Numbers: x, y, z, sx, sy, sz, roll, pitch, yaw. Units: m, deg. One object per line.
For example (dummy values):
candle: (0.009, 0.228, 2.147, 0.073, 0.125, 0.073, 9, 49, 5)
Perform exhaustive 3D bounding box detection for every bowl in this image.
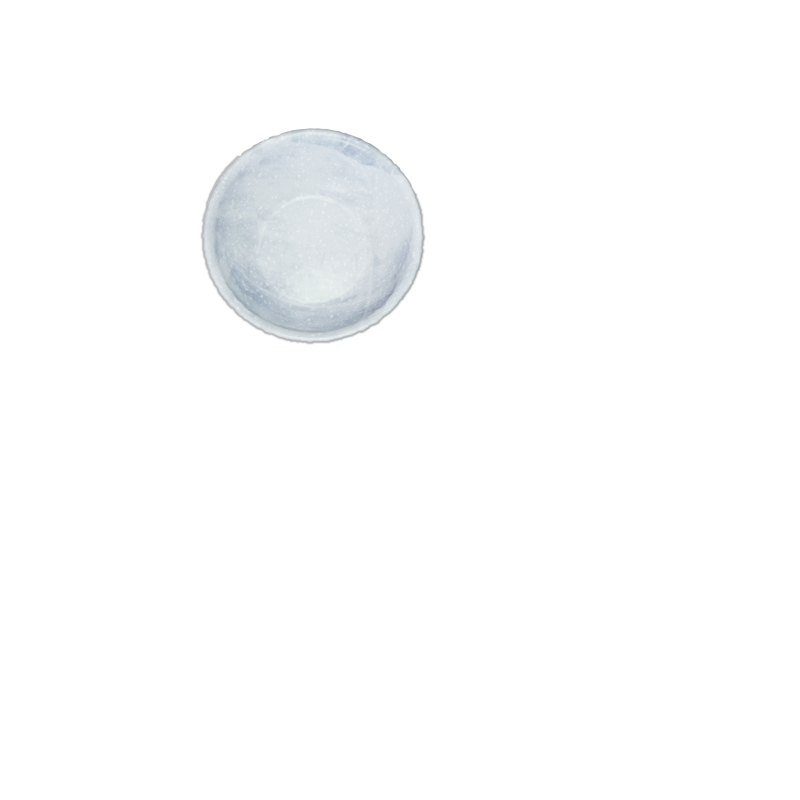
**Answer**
bowl: (-0.065, -0.118, 0.829, 0.162, 0.168, 0.053, 0, -14, -1)
